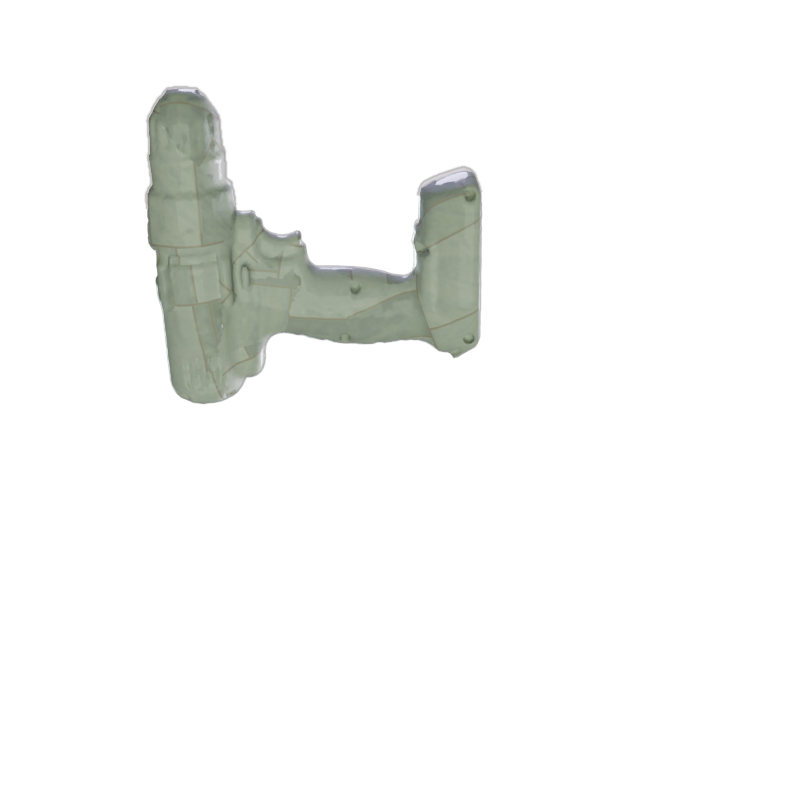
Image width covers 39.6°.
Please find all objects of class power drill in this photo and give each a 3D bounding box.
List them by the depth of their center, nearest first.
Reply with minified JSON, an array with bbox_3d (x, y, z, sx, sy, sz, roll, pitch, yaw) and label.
[{"bbox_3d":[-0.050,-0.091,0.634,0.188,0.176,0.060,-2,21,0],"label":"power drill"}]
